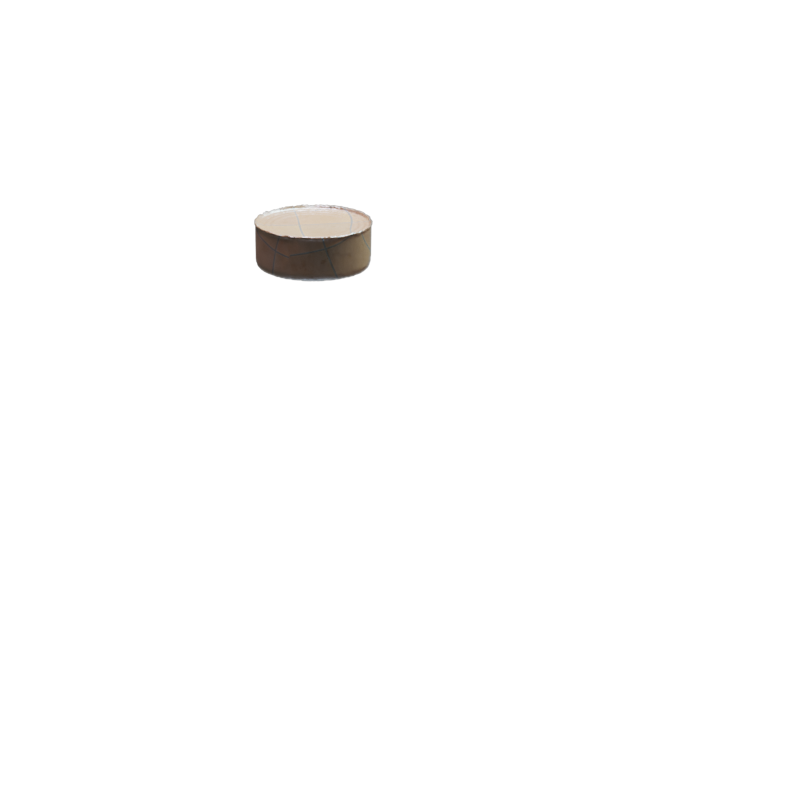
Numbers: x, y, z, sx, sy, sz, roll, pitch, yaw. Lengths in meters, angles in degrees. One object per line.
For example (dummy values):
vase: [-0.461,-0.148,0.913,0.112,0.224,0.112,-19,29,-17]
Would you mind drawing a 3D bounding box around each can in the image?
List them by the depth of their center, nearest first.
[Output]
can: [-0.063,-0.115,0.808,0.086,0.032,0.090,-1,24,-2]
